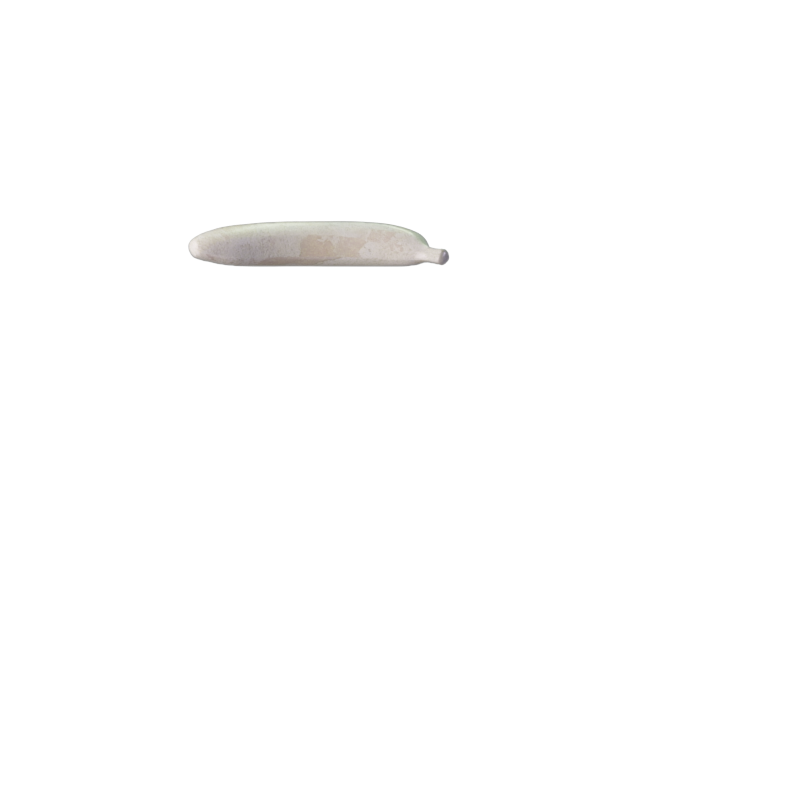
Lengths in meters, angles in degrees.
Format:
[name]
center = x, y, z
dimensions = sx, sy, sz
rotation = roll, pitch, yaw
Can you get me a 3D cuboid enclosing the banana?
[banana]
center = -0.065, -0.123, 0.870
dimensions = 0.197, 0.037, 0.070
rotation = 0, 3, -2
